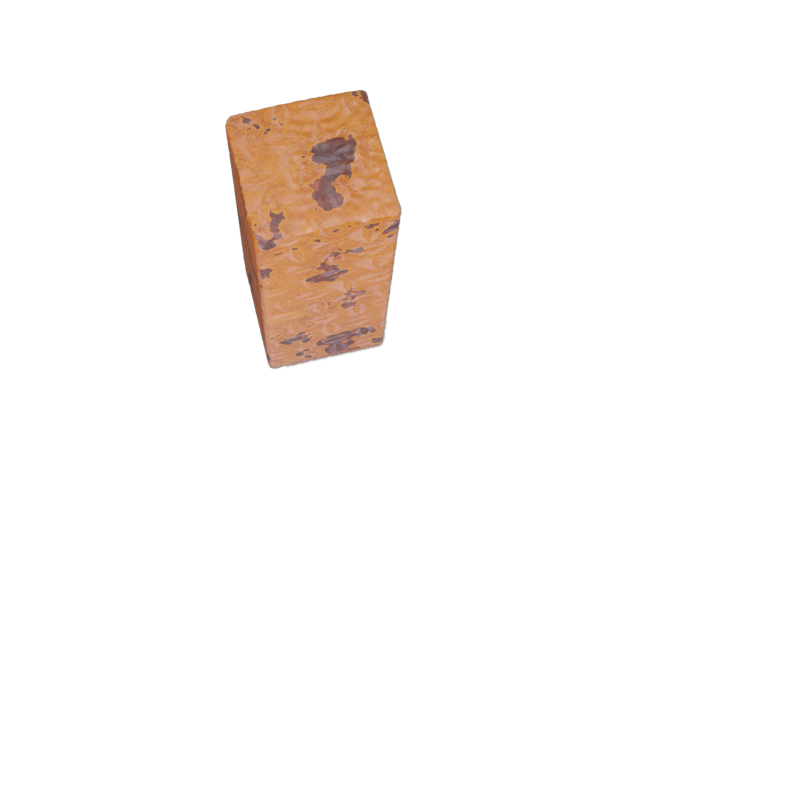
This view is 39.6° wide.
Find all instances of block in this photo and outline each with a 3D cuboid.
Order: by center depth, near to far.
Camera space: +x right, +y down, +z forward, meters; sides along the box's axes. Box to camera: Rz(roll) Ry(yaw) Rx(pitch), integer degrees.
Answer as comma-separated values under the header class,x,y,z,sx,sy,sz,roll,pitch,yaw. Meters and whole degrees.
class,x,y,z,sx,sy,sz,roll,pitch,yaw
block,-0.059,-0.106,0.741,0.090,0.096,0.196,-12,-19,-8
